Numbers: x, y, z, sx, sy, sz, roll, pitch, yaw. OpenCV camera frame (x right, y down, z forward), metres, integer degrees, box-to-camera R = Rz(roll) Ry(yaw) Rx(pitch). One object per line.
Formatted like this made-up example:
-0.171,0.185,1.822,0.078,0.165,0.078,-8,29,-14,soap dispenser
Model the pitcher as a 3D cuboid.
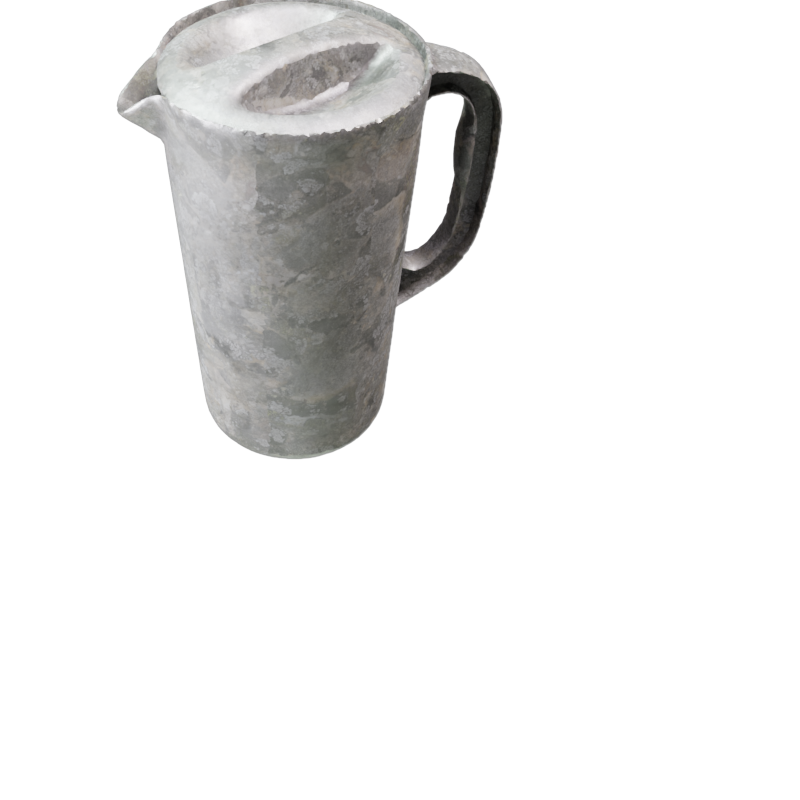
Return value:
-0.047,-0.085,0.595,0.156,0.226,0.148,25,48,21,pitcher
